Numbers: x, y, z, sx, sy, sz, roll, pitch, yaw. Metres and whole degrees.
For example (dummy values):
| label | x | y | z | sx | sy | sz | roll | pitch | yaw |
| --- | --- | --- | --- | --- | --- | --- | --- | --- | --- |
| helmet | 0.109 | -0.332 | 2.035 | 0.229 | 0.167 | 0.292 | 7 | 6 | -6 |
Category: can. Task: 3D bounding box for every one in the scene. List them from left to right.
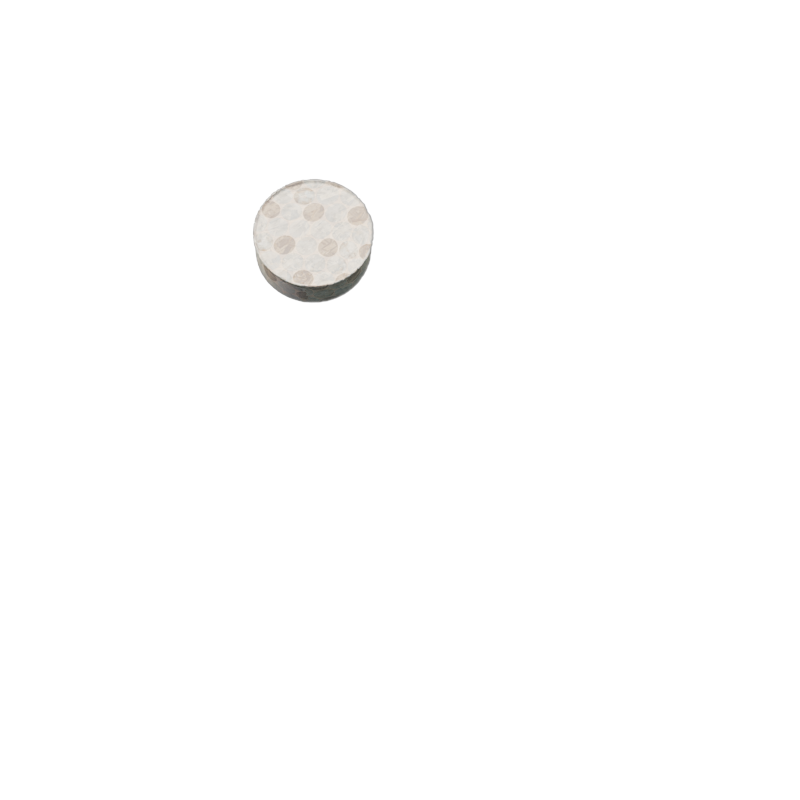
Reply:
| label | x | y | z | sx | sy | sz | roll | pitch | yaw |
| --- | --- | --- | --- | --- | --- | --- | --- | --- | --- |
| can | -0.063 | -0.114 | 0.800 | 0.086 | 0.091 | 0.032 | -1 | -25 | -1 |
